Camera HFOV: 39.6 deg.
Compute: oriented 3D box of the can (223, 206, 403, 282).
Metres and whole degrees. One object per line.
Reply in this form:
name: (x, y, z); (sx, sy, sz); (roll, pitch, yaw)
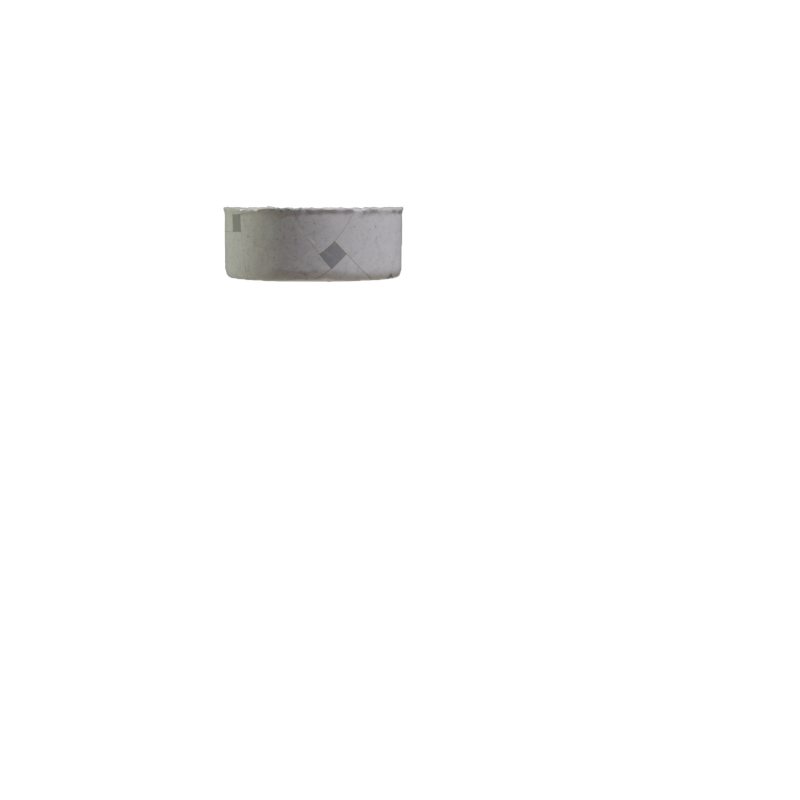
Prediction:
can: (-0.041, -0.076, 0.529); (0.086, 0.033, 0.087); (0, 9, -2)
